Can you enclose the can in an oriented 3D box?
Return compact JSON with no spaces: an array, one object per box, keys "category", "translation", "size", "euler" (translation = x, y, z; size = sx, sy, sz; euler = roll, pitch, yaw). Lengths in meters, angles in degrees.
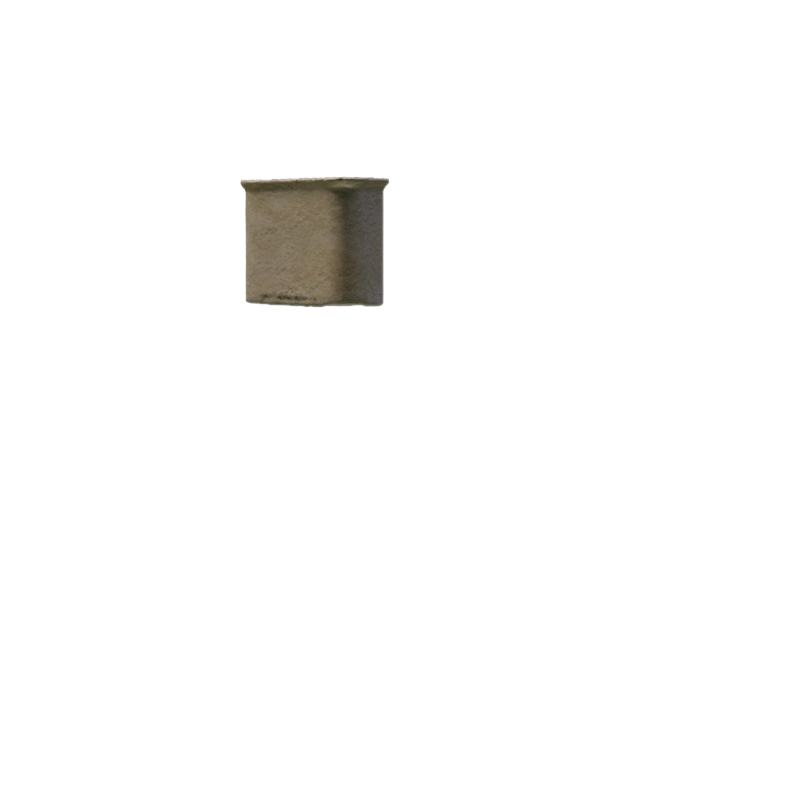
[{"category":"can","translation":[-0.058,-0.106,0.742],"size":[0.106,0.083,0.055],"euler":[4,5,37]}]
